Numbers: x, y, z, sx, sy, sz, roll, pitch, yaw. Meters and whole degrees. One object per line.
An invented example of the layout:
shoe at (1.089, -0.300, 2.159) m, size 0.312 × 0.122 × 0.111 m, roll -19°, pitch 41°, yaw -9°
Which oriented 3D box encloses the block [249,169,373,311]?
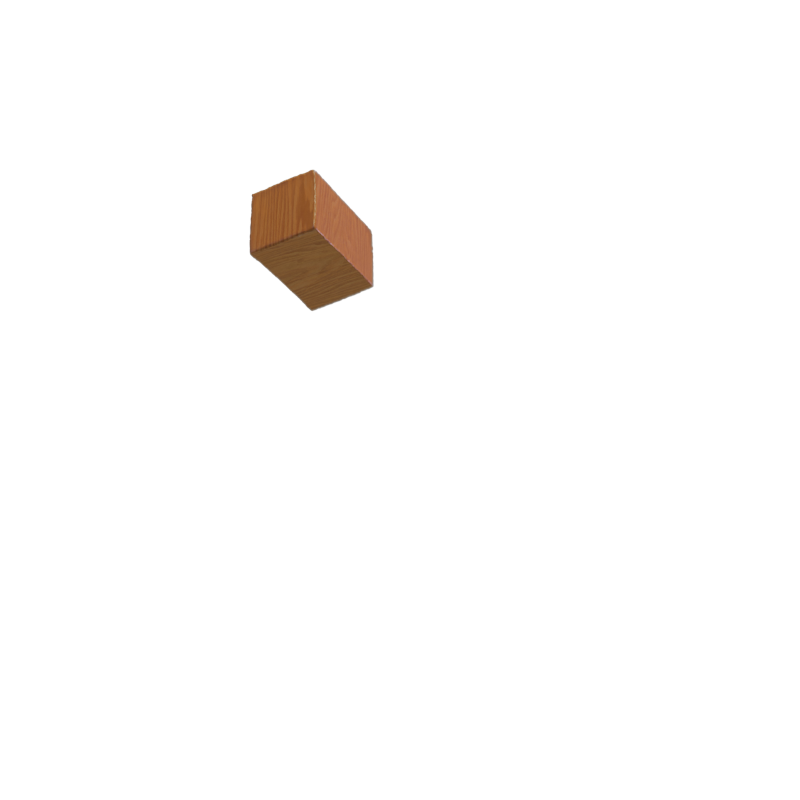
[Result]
block at (-0.058, -0.107, 0.747) m, size 0.053 × 0.055 × 0.072 m, roll -19°, pitch -38°, yaw 23°
